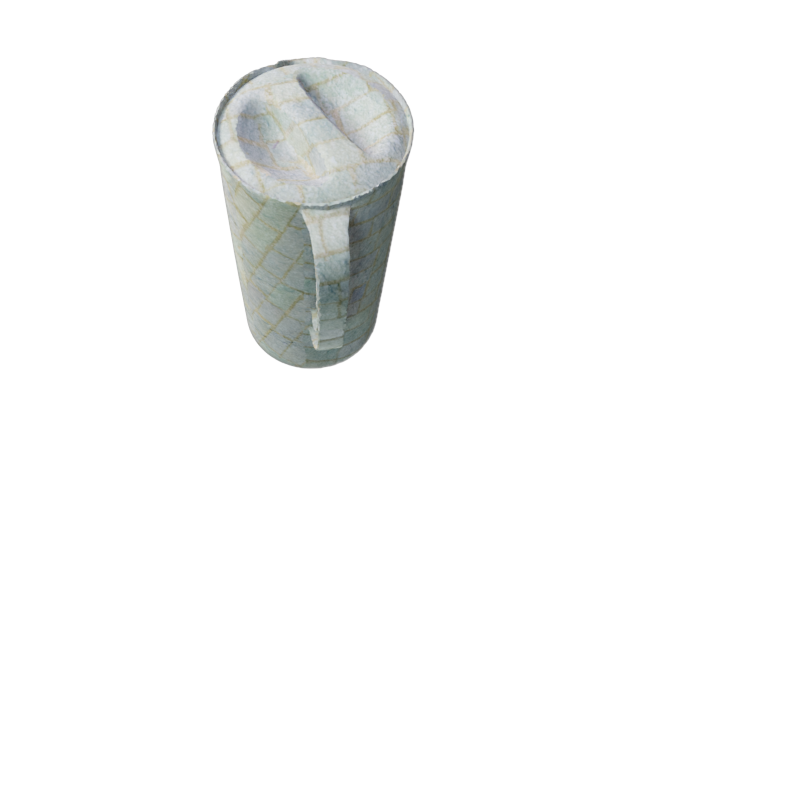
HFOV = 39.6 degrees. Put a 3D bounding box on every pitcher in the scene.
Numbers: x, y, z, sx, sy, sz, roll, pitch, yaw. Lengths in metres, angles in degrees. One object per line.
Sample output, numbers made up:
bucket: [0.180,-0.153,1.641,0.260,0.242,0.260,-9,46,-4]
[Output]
pitcher: [-0.064,-0.117,0.817,0.151,0.153,0.228,32,-28,16]
